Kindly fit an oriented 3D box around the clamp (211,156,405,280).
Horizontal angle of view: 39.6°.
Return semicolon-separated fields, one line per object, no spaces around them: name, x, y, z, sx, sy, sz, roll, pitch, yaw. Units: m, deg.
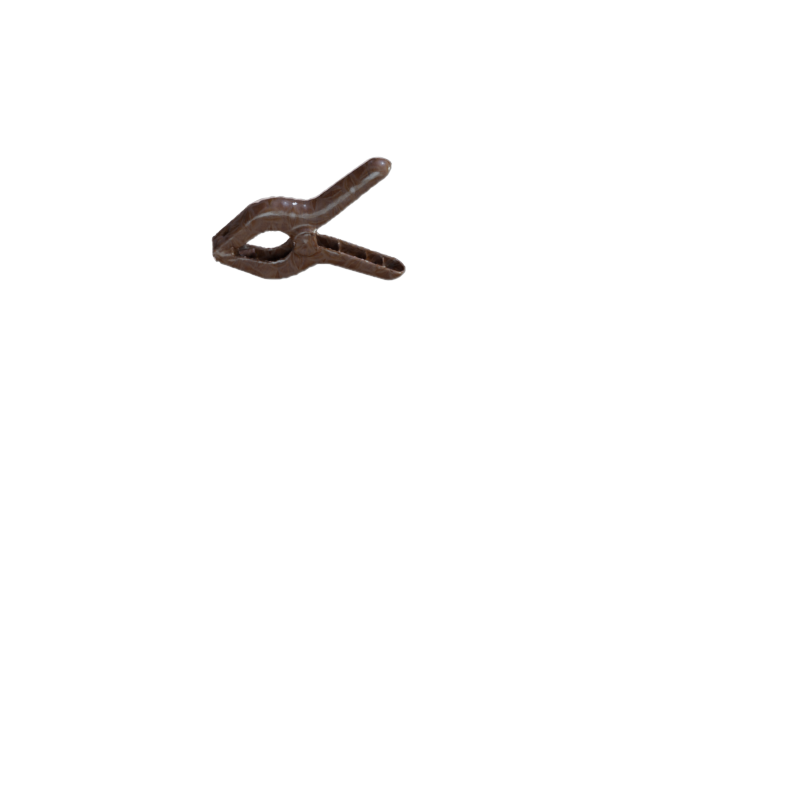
clamp;-0.076;-0.139;0.972;0.172;0.113;0.042;-15;27;8
